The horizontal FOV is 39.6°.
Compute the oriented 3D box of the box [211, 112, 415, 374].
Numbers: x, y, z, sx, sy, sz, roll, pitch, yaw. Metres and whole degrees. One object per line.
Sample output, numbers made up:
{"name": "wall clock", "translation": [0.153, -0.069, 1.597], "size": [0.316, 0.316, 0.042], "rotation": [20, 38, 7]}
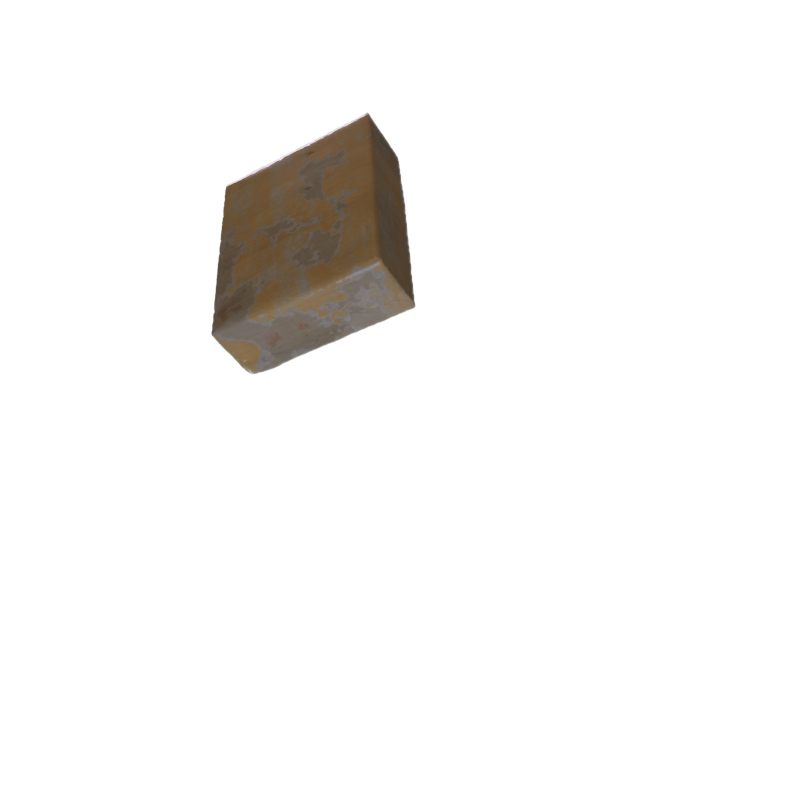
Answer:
{"name": "box", "translation": [-0.078, -0.142, 0.995], "size": [0.165, 0.230, 0.067], "rotation": [-23, -49, 18]}
